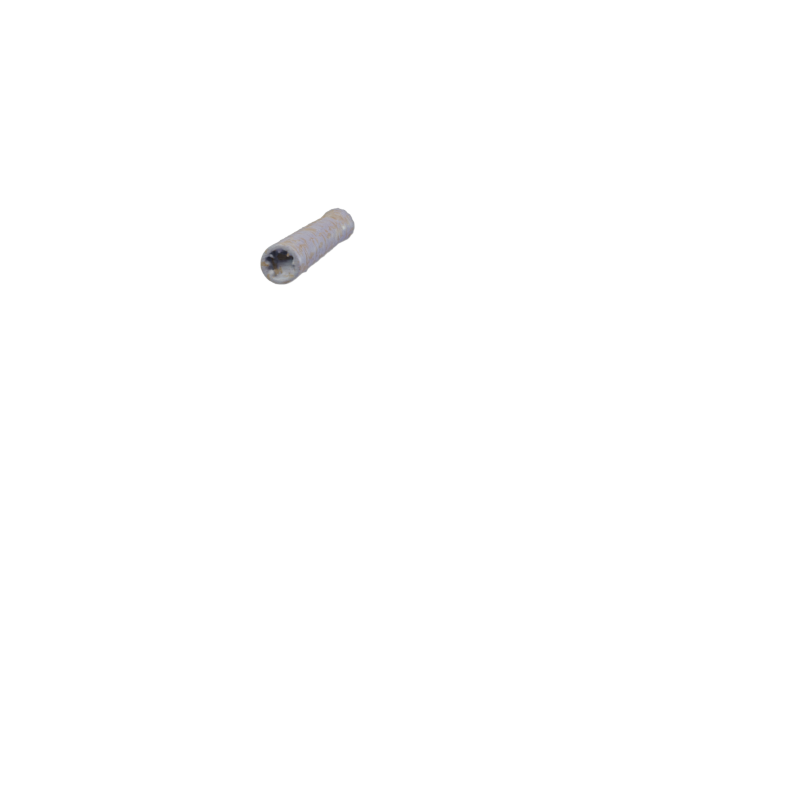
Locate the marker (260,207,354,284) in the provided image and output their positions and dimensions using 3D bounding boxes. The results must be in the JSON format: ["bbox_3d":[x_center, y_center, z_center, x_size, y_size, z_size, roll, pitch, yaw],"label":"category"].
[{"bbox_3d":[-0.043,-0.079,0.552,0.020,0.019,0.123,0,17,10],"label":"marker"}]
